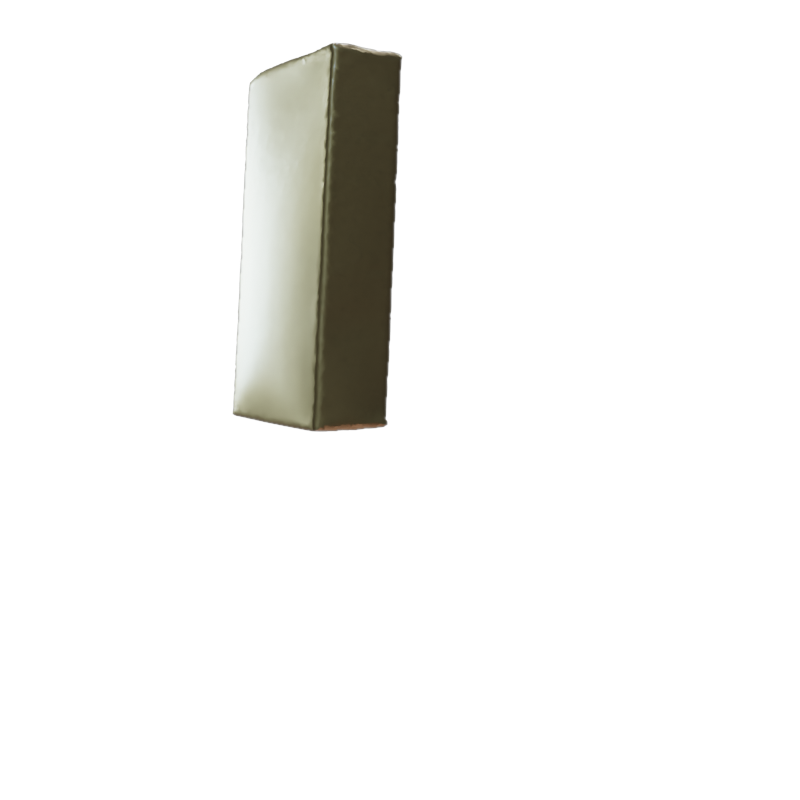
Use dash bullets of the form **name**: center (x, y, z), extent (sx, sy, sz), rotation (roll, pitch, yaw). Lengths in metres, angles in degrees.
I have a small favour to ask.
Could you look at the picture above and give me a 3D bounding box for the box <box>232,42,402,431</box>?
- **box**: center (-0.043, -0.077, 0.541), extent (0.046, 0.178, 0.096), rotation (2, -3, -32)
